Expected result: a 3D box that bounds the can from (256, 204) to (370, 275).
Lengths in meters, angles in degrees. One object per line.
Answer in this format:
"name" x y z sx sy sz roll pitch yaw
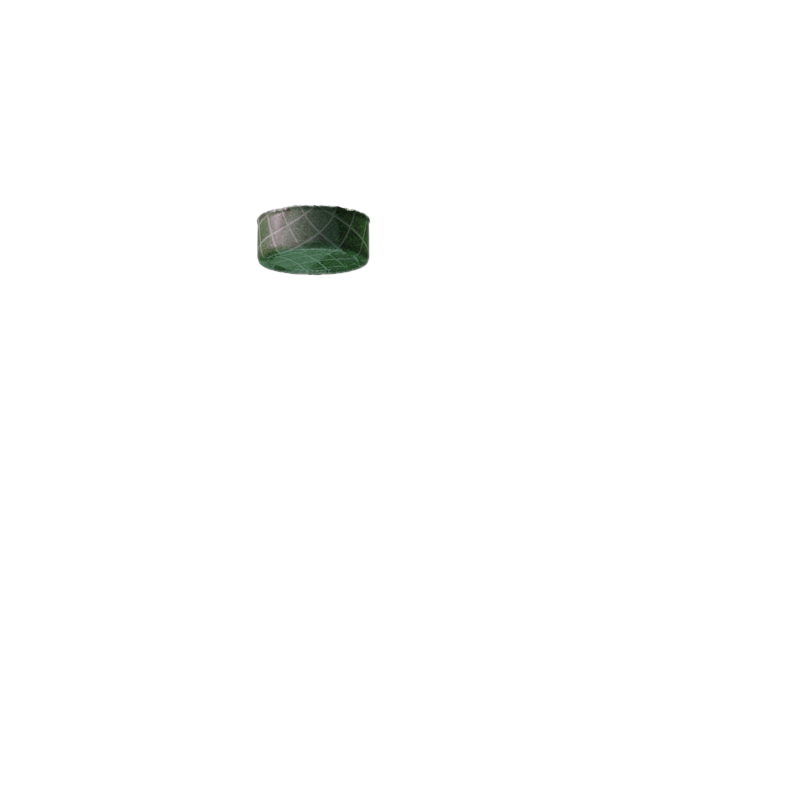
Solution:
"can" -0.065 -0.119 0.836 0.086 0.035 0.084 0 -8 -2
